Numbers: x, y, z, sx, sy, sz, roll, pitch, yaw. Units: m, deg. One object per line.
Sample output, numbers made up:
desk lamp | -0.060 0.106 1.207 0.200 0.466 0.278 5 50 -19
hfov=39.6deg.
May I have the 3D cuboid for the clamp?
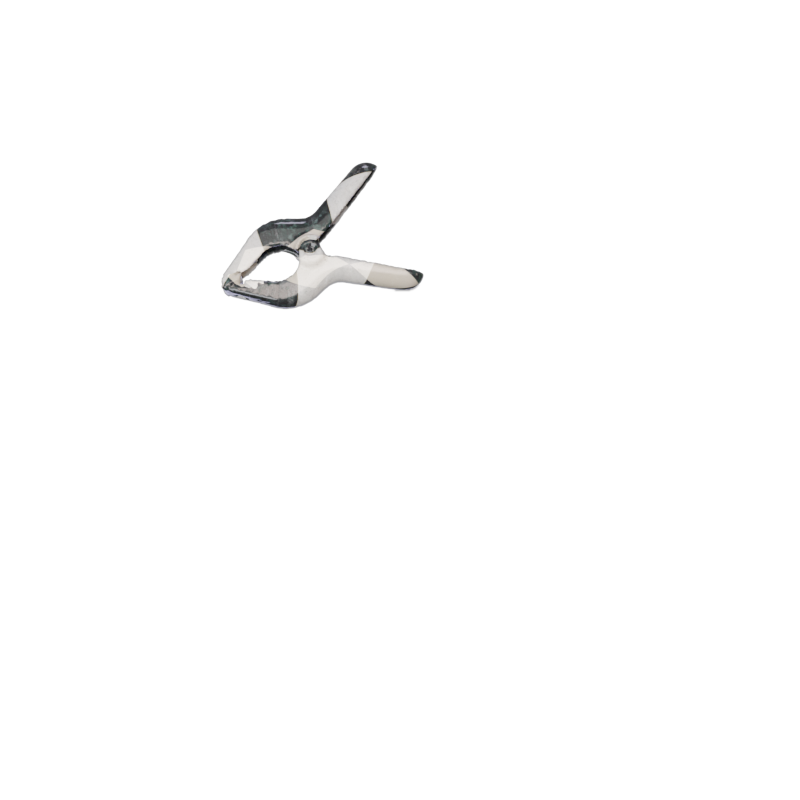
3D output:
clamp | -0.076 -0.138 0.965 0.171 0.127 0.037 -12 -20 -5
